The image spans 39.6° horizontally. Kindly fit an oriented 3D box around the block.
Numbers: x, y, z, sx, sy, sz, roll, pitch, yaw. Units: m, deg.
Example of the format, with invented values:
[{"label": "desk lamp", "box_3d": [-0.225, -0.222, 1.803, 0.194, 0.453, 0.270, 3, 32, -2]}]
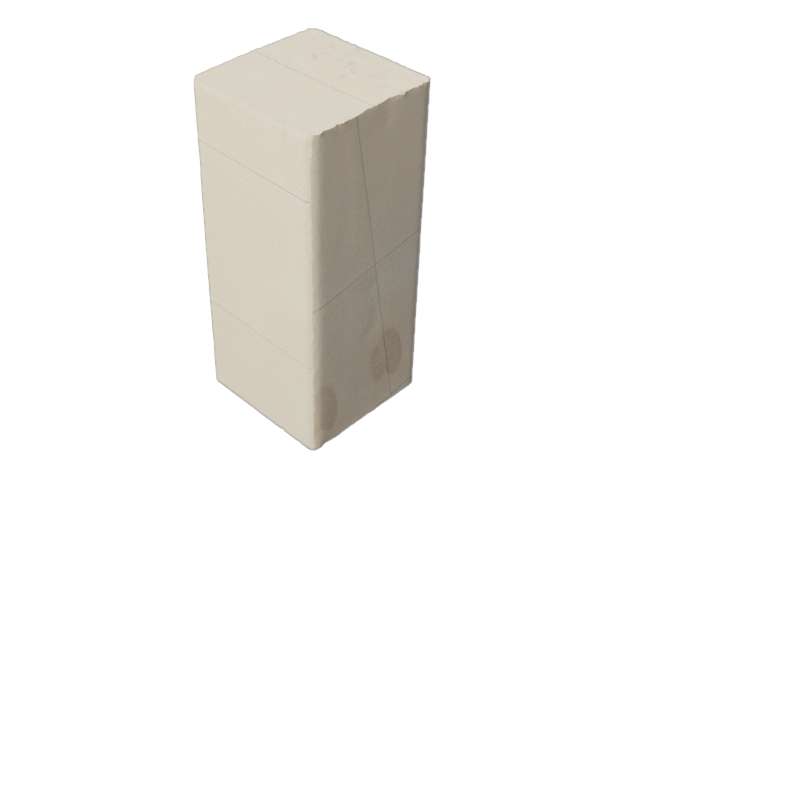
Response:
[{"label": "block", "box_3d": [-0.049, -0.088, 0.621, 0.097, 0.193, 0.090, 32, 47, 32]}]
